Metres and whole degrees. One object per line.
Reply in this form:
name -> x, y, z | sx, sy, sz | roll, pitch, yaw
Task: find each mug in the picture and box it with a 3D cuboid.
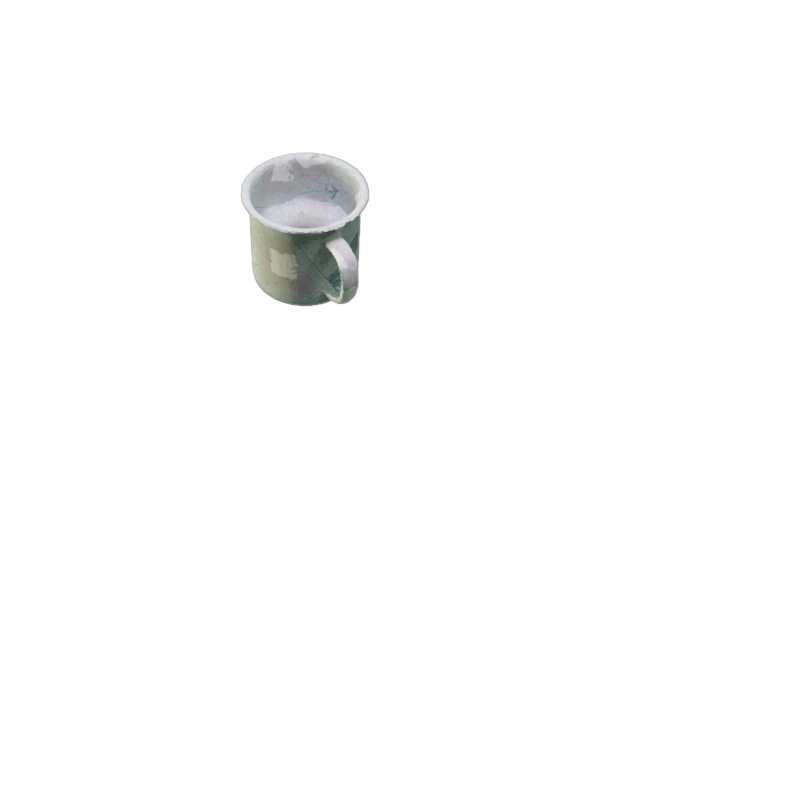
mug -> -0.064, -0.117, 0.818 | 0.093, 0.076, 0.126 | -23, 50, -23
